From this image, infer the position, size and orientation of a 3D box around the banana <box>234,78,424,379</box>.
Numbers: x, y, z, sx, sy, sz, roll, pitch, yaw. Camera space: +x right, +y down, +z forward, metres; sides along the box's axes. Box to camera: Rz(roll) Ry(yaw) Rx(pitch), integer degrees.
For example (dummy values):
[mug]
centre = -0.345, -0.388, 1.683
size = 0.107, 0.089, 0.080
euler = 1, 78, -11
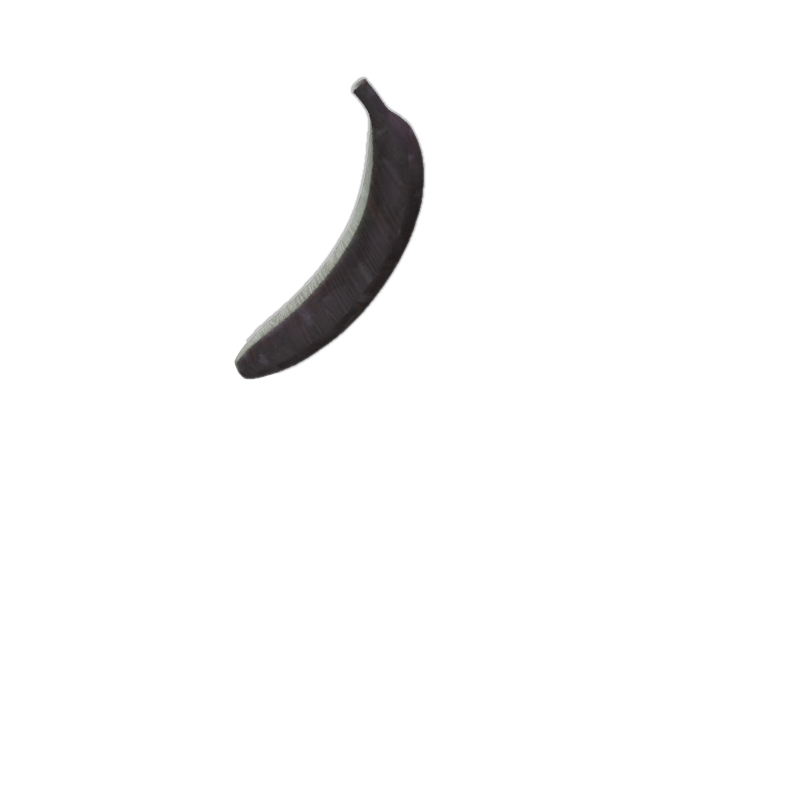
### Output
[banana]
centre = -0.034, -0.092, 0.666
size = 0.069, 0.193, 0.038
euler = 23, 14, -8
